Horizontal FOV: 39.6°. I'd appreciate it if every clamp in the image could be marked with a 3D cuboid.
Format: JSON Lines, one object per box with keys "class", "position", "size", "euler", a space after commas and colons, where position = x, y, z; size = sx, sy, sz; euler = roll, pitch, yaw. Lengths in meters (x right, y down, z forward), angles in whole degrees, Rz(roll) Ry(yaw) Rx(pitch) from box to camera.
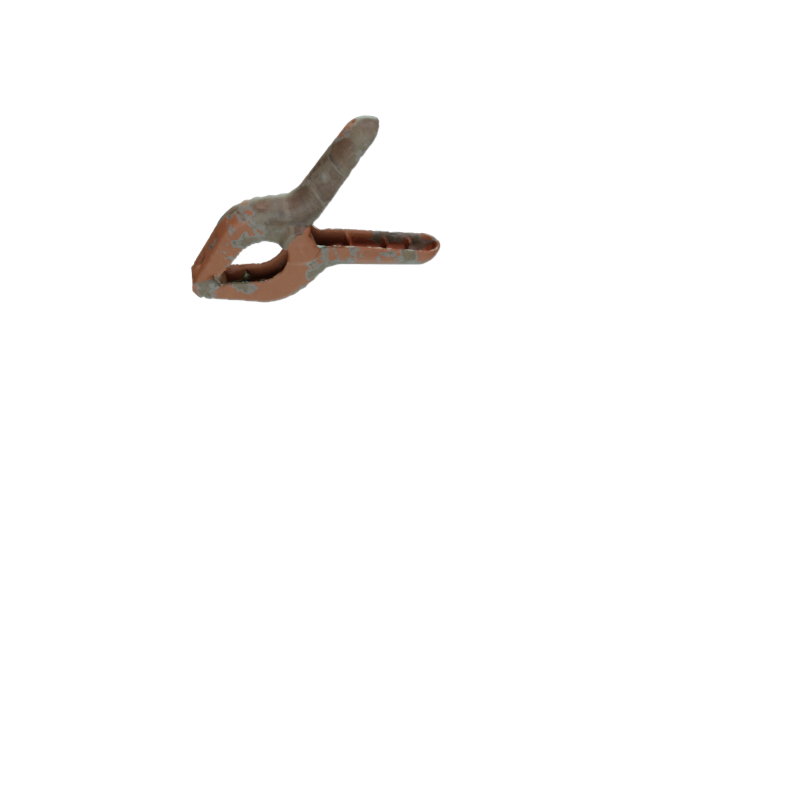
{"class": "clamp", "position": [-0.060, -0.109, 0.762], "size": [0.171, 0.113, 0.042], "euler": [-29, 27, 16]}
